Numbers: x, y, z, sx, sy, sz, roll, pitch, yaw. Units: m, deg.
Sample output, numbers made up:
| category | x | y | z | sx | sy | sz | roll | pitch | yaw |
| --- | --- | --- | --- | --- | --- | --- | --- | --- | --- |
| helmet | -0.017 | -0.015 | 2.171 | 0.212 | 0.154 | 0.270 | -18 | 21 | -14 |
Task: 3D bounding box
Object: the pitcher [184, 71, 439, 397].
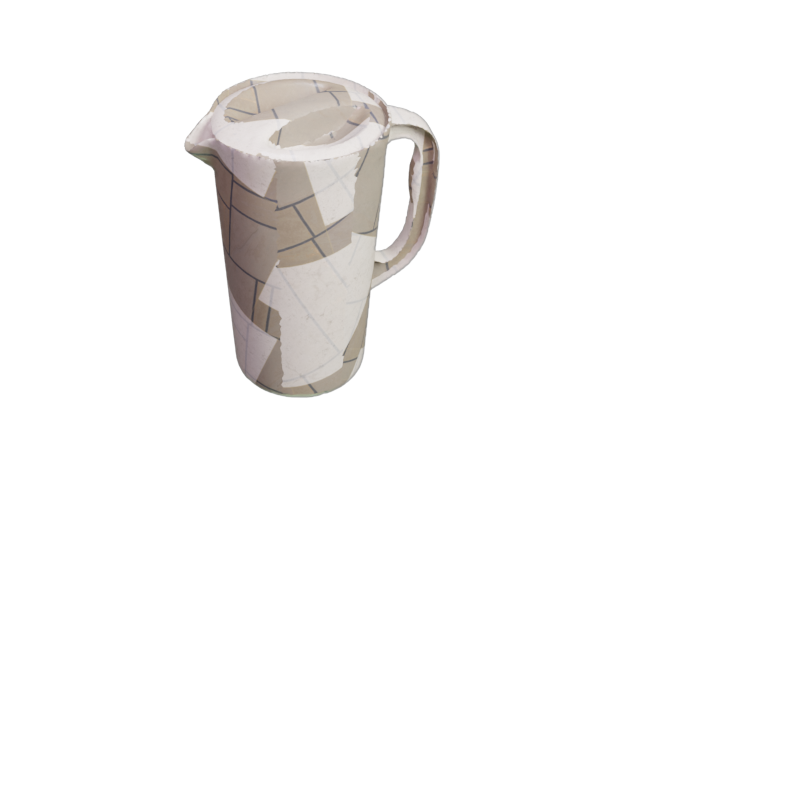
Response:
| category | x | y | z | sx | sy | sz | roll | pitch | yaw |
| --- | --- | --- | --- | --- | --- | --- | --- | --- | --- |
| pitcher | -0.068 | -0.124 | 0.865 | 0.156 | 0.227 | 0.148 | 23 | 44 | 23 |
